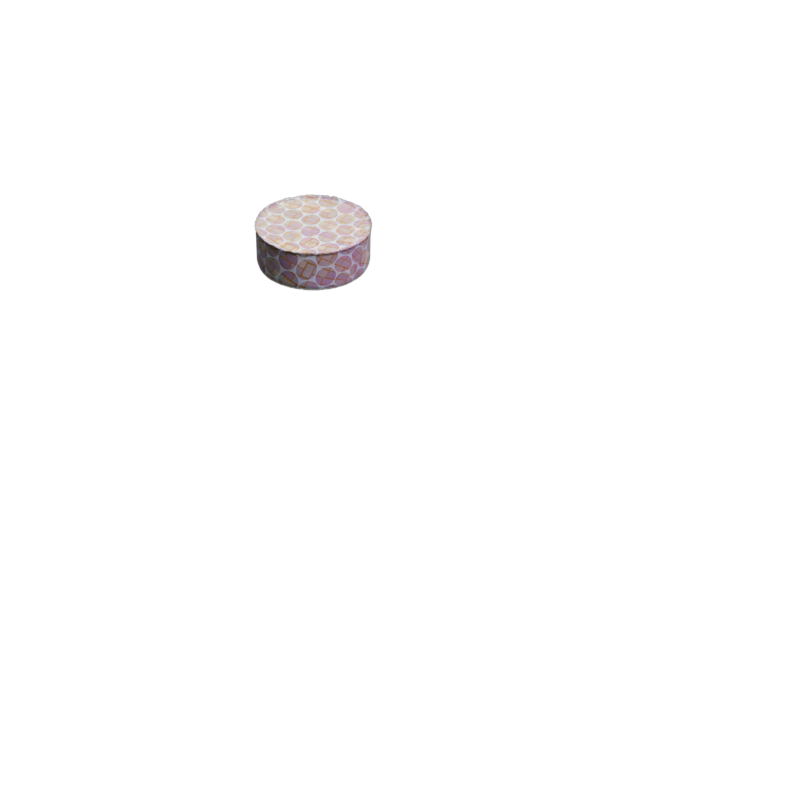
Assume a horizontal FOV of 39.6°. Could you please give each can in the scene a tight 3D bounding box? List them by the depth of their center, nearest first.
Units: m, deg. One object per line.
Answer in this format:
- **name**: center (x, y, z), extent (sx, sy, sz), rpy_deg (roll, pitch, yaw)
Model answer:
- **can**: center (-0.064, -0.116, 0.815), extent (0.086, 0.031, 0.092), rpy_deg (-1, 36, -2)
